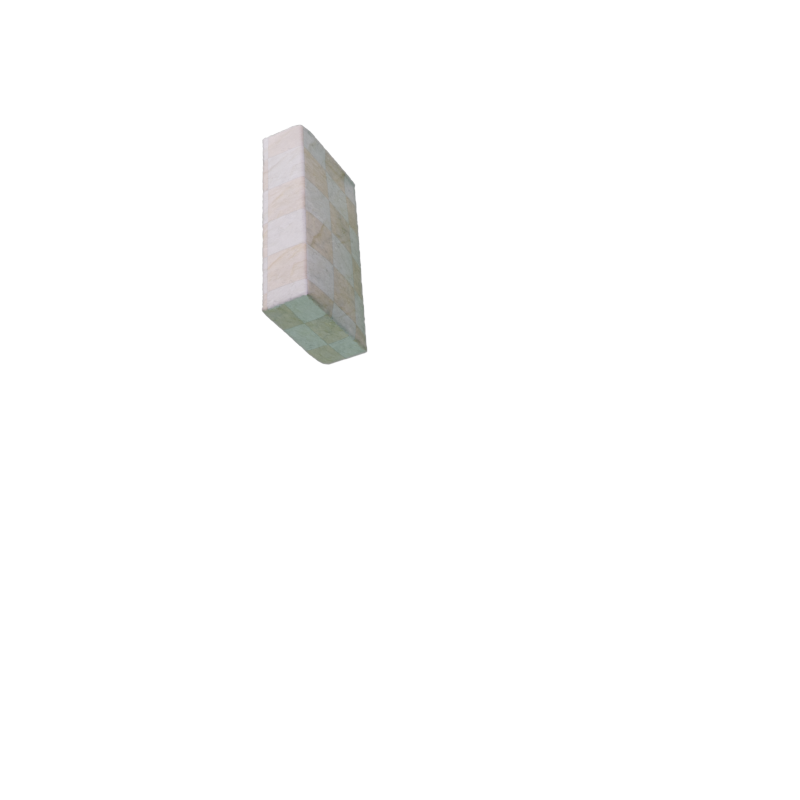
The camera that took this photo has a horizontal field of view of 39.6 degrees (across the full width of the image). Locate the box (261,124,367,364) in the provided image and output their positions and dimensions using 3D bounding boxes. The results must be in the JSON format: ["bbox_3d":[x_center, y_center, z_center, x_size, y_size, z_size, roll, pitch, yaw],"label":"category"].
[{"bbox_3d":[-0.068,-0.125,0.876,0.048,0.189,0.086,-20,-38,22],"label":"box"}]
